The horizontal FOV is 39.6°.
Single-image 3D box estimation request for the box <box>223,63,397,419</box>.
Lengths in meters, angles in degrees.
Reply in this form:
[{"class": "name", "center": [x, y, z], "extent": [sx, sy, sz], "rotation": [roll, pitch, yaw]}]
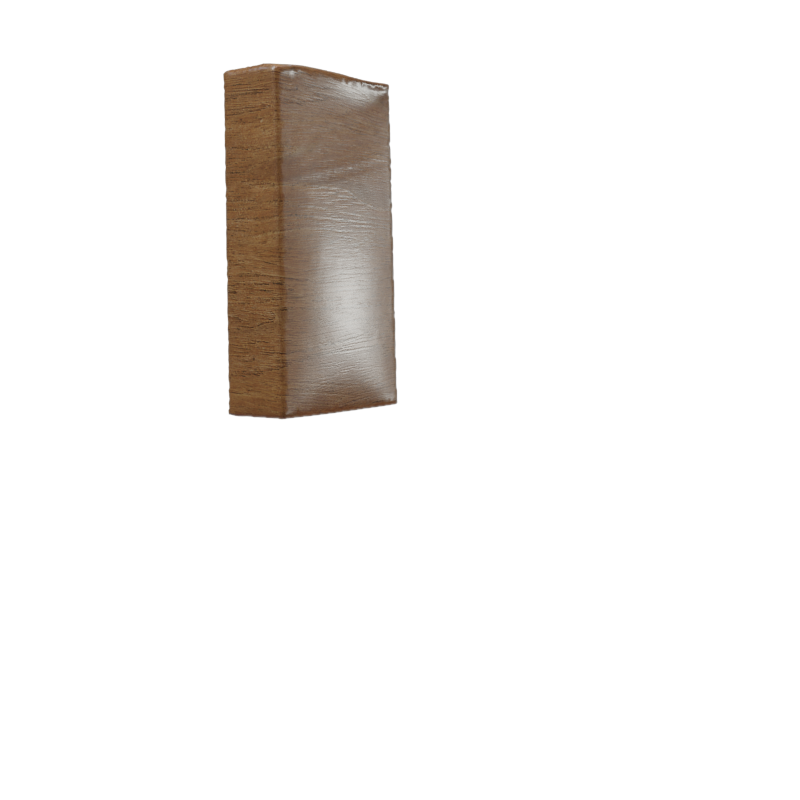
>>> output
[{"class": "box", "center": [-0.045, -0.083, 0.582], "extent": [0.050, 0.177, 0.090], "rotation": [0, 0, 40]}]
